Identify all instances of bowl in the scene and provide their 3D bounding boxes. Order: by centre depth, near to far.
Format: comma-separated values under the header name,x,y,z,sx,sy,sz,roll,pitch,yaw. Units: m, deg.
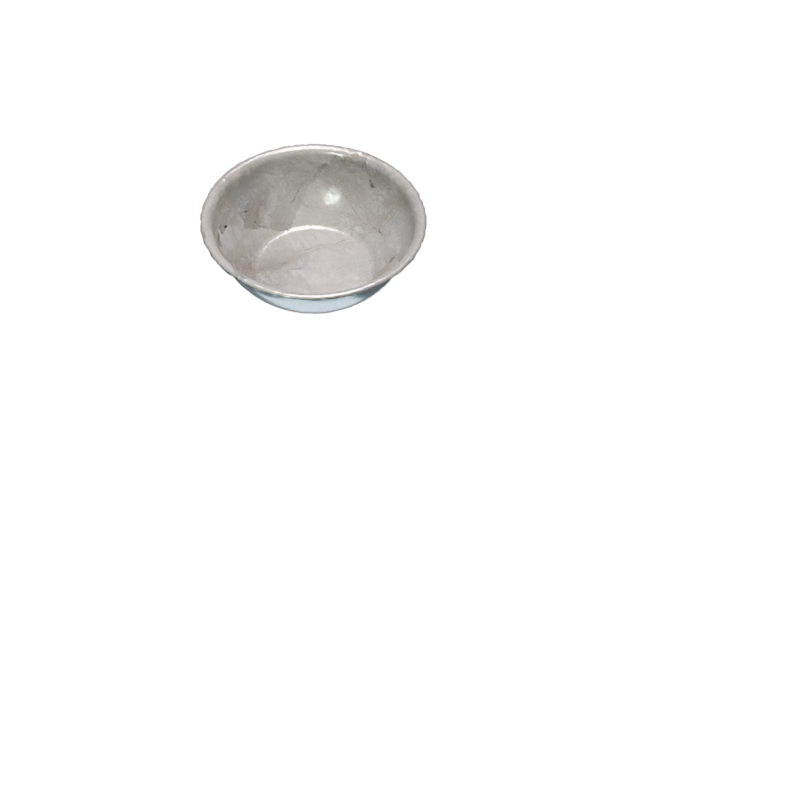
name,x,y,z,sx,sy,sz,roll,pitch,yaw
bowl,-0.063,-0.115,0.808,0.162,0.174,0.051,-1,-42,-1
